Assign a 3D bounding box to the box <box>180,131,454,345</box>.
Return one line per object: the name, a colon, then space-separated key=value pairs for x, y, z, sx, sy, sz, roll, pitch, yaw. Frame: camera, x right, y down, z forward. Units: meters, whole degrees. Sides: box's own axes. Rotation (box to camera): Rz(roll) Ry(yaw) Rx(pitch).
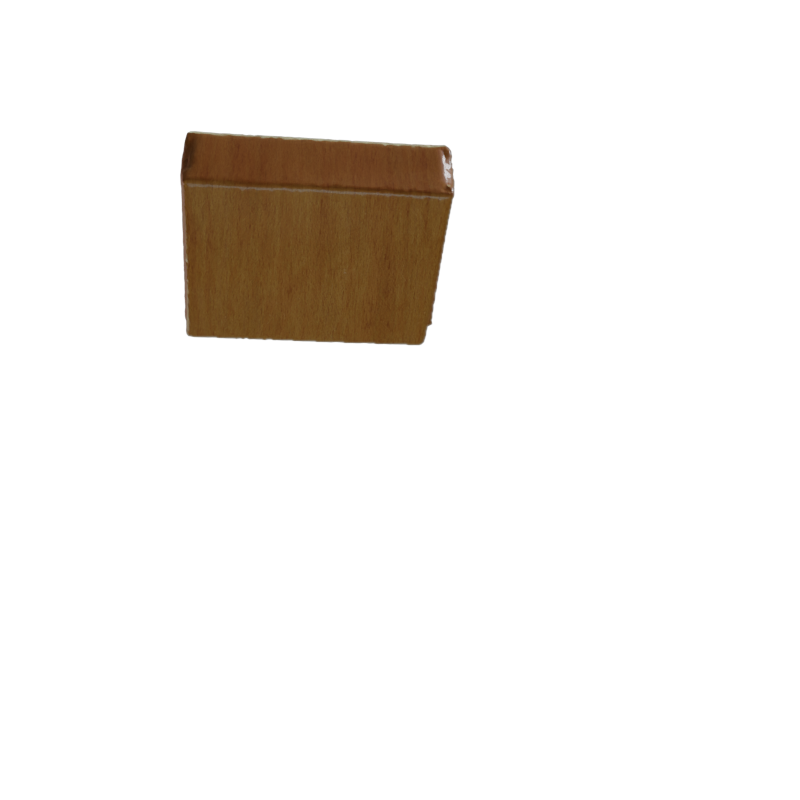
box: x=-0.030 y=-0.055 z=0.383 sx=0.089 sy=0.032 sz=0.068 roll=3 pitch=-43 yaw=-3
